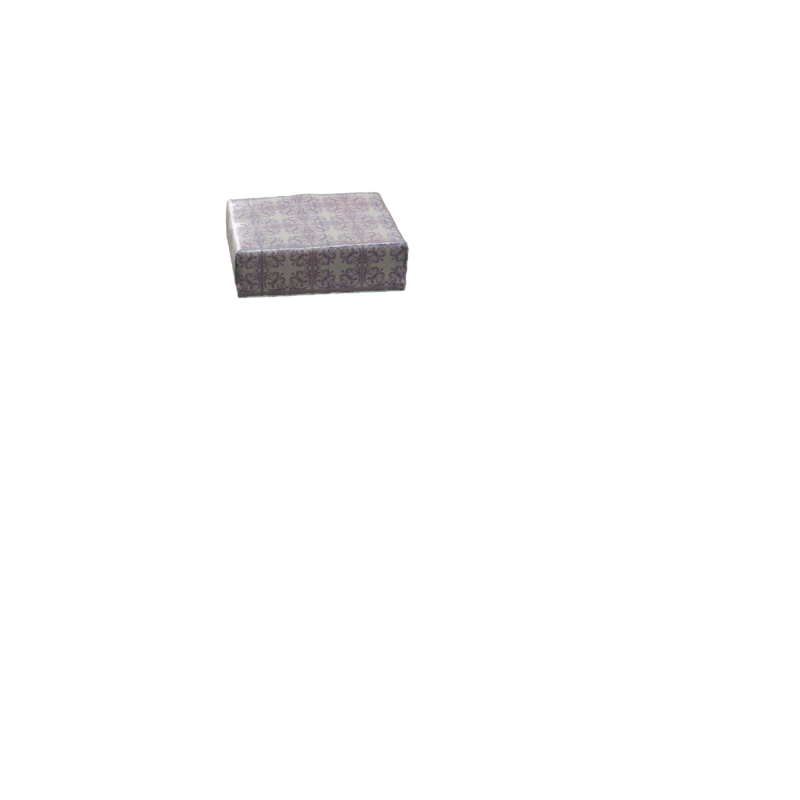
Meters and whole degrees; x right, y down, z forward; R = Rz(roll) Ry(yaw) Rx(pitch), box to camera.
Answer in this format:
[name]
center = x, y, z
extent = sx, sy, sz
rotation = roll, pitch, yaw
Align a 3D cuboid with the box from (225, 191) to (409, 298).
[box]
center = -0.046, -0.084, 0.590
extent = 0.088, 0.028, 0.078
rotation = -5, 30, -8
